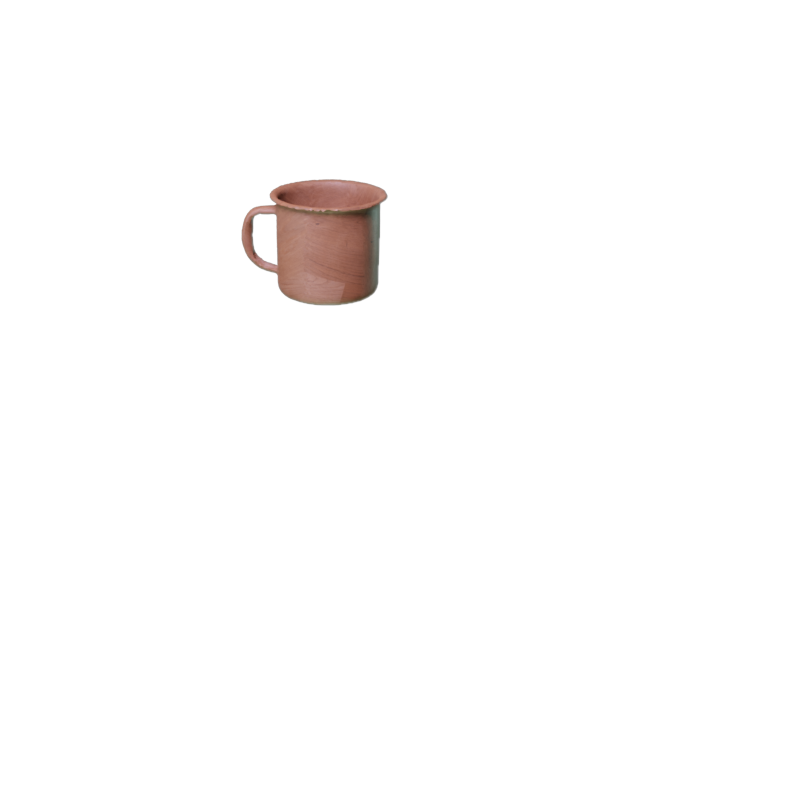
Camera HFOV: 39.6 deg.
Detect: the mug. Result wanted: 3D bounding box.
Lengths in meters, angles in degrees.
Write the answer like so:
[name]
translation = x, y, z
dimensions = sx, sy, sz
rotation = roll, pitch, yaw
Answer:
[mug]
translation = -0.069, -0.126, 0.885
dimensions = 0.118, 0.078, 0.097
rotation = 3, 22, 5
